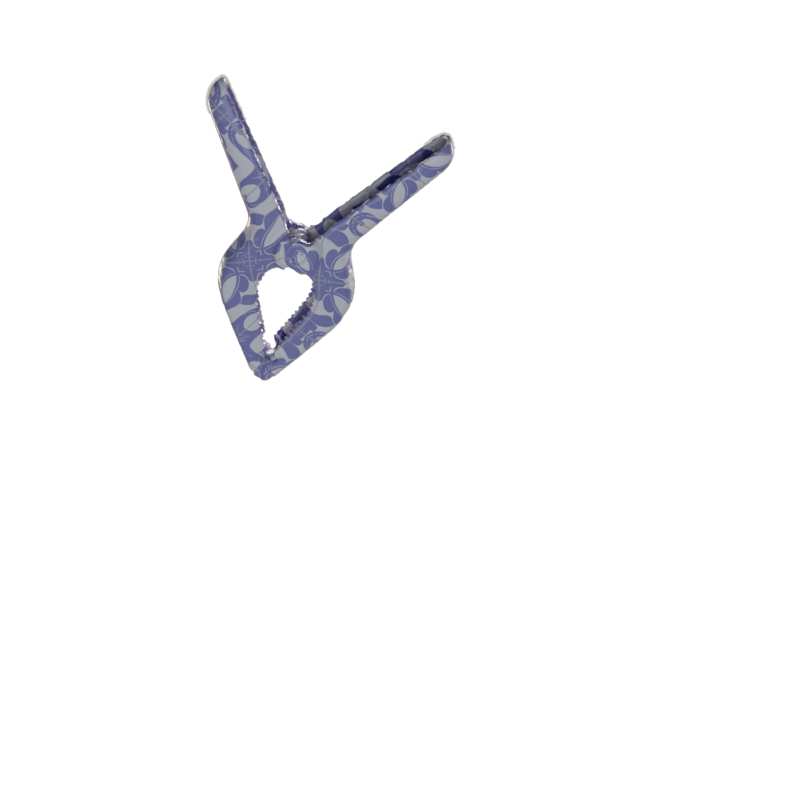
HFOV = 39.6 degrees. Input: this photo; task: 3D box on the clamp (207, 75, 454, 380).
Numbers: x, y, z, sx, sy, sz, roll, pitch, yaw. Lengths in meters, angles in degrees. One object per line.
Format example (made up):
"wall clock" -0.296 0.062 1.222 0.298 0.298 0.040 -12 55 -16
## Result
"clamp" -0.059 -0.108 0.754 0.163 0.200 0.038 9 24 -4
